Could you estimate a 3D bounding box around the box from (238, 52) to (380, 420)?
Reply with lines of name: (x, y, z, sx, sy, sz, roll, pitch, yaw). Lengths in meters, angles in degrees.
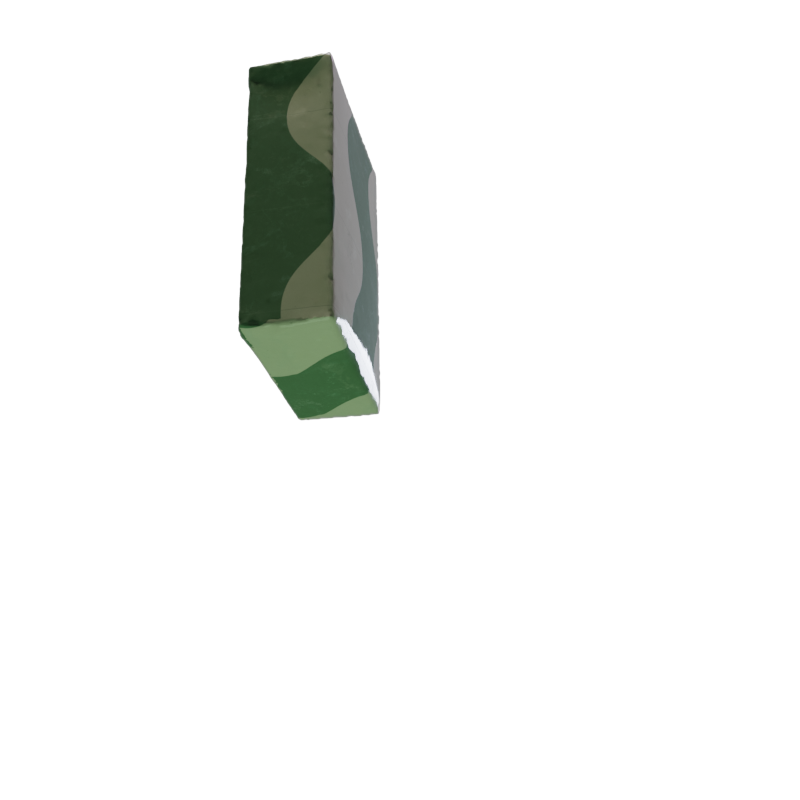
box: (-0.063, -0.115, 0.804, 0.072, 0.227, 0.153, -7, -27, 9)
